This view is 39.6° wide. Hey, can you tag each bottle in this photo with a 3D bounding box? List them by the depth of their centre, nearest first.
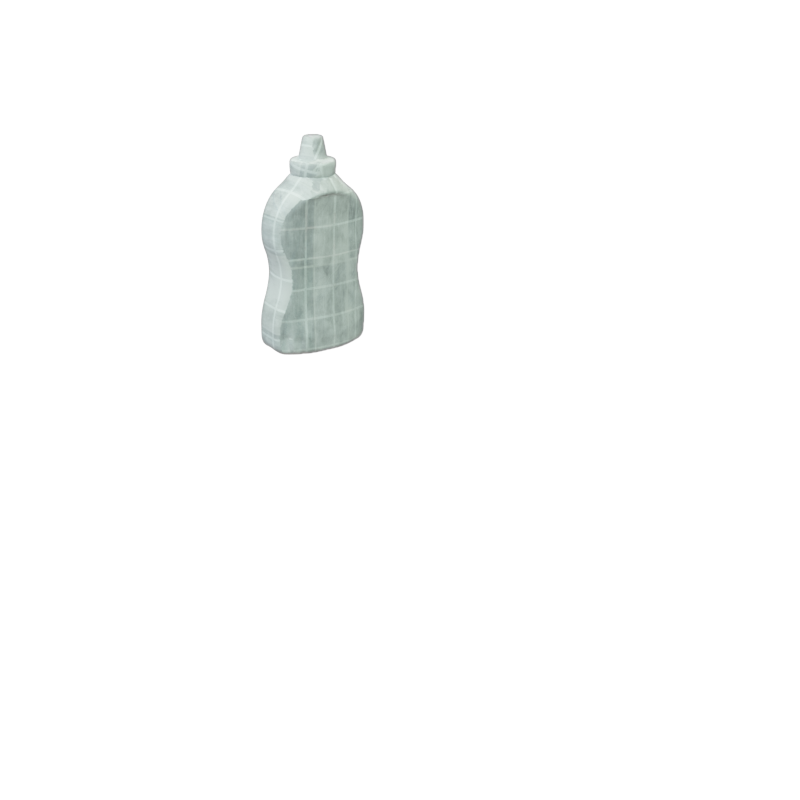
[{"bbox_3d":[-0.078,-0.141,0.990,0.094,0.184,0.062,-10,21,-31],"label":"bottle"}]
